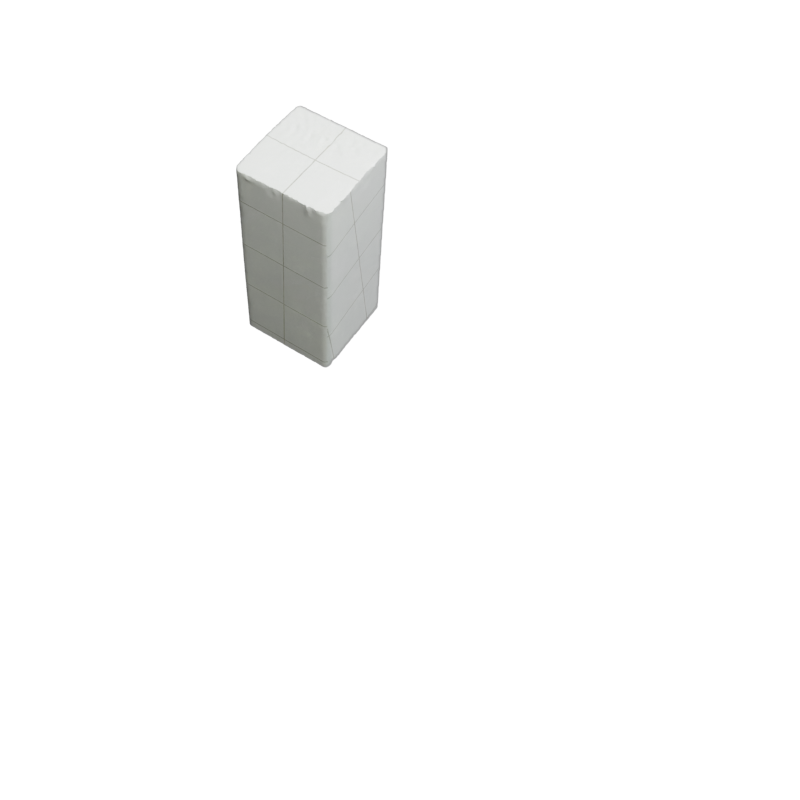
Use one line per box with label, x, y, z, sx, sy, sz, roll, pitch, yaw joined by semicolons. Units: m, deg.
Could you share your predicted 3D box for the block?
block;-0.074;-0.134;0.943;0.095;0.092;0.193;29;-32;16
